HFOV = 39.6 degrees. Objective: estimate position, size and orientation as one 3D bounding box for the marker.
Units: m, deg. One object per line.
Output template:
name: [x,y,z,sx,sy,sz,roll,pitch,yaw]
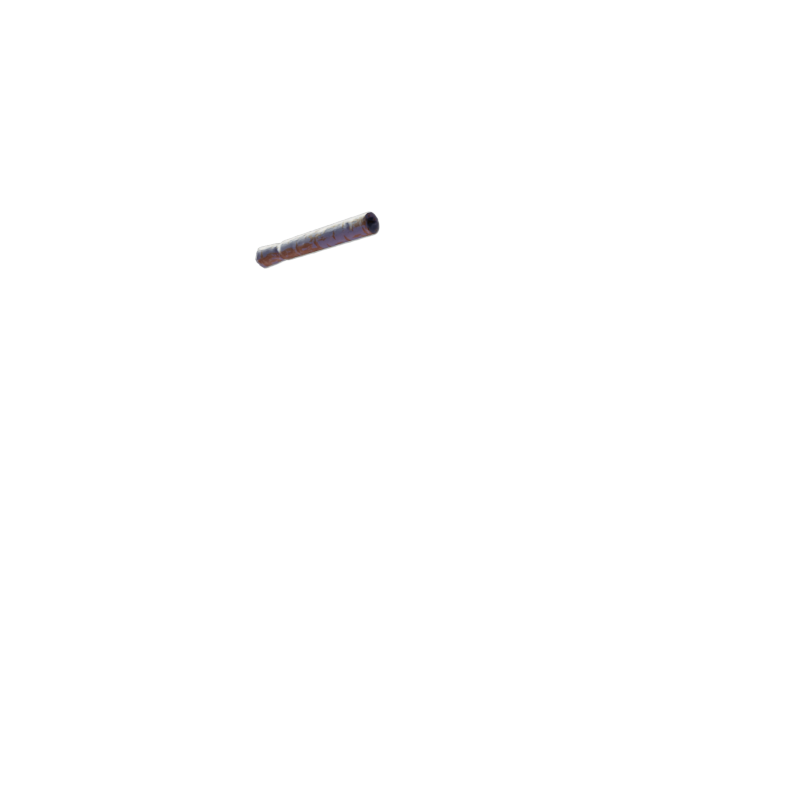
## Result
marker: [-0.070,-0.127,0.889,0.123,0.020,0.019,-11,-4,37]
